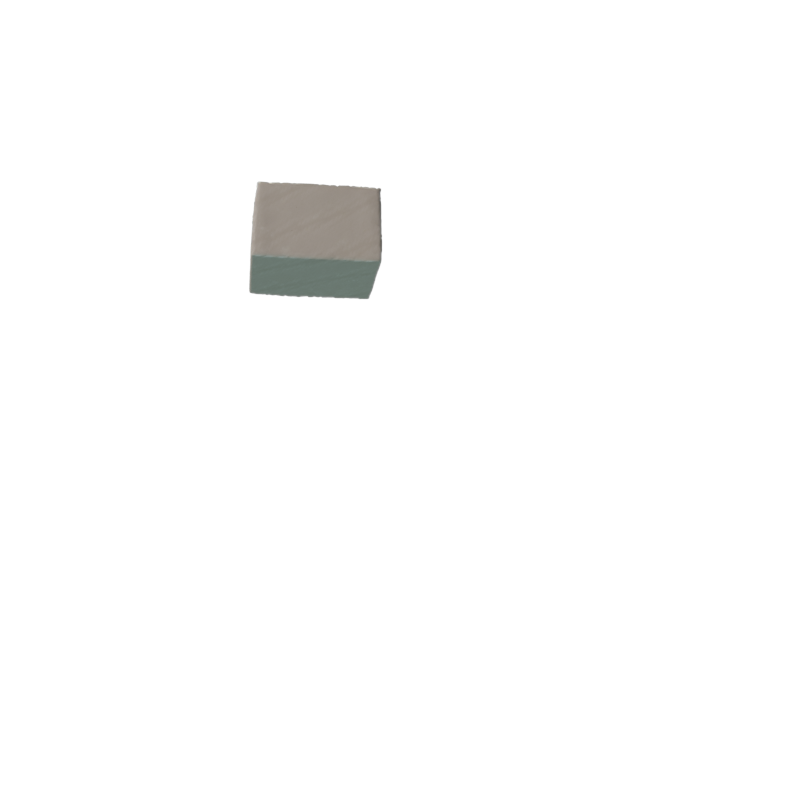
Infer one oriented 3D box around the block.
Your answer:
[{"bbox_3d":[-0.053,-0.097,0.677,0.077,0.054,0.050,2,-26,-7],"label":"block"}]
